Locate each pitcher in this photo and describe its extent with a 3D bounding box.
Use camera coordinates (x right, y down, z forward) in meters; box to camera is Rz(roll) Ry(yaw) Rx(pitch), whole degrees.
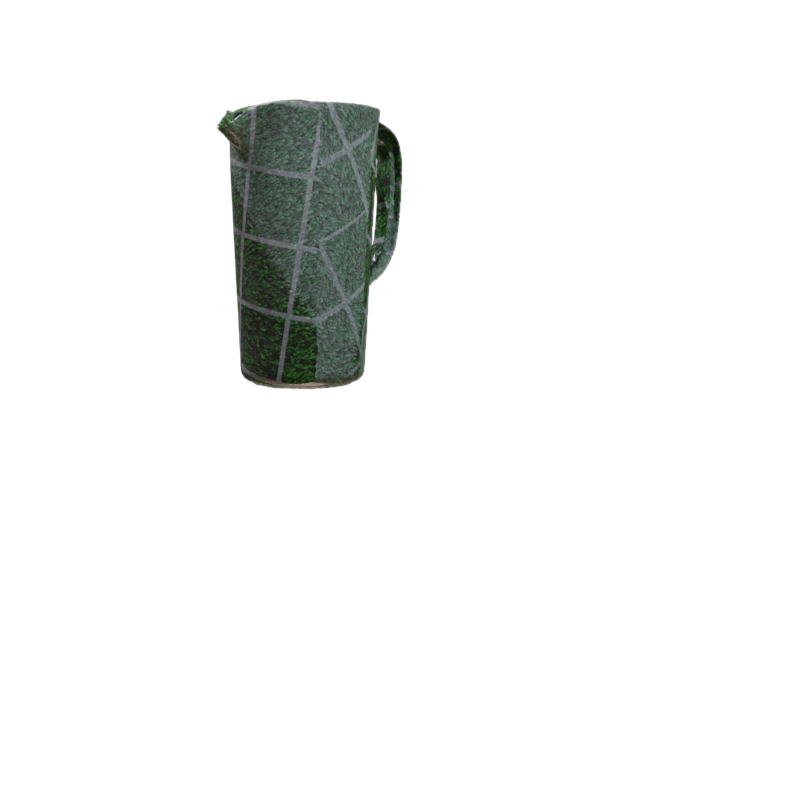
[{"bbox_3d":[-0.076,-0.138,0.967,0.150,0.242,0.145,0,3,5],"label":"pitcher"}]
